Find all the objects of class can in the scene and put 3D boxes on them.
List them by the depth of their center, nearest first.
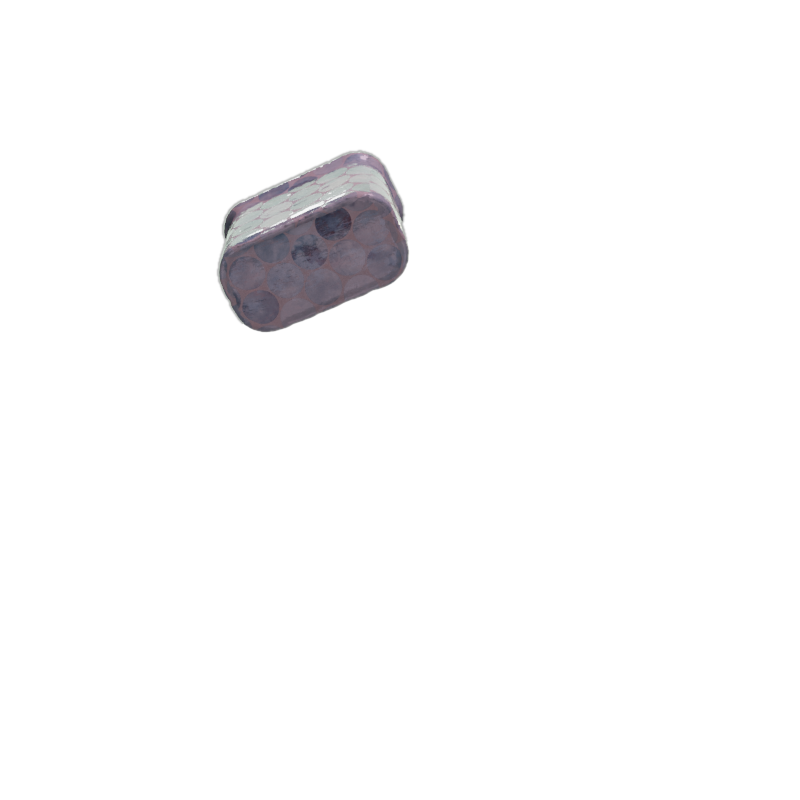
[{"bbox_3d":[-0.047,-0.086,0.599,0.102,0.055,0.088,-23,21,6],"label":"can"}]
